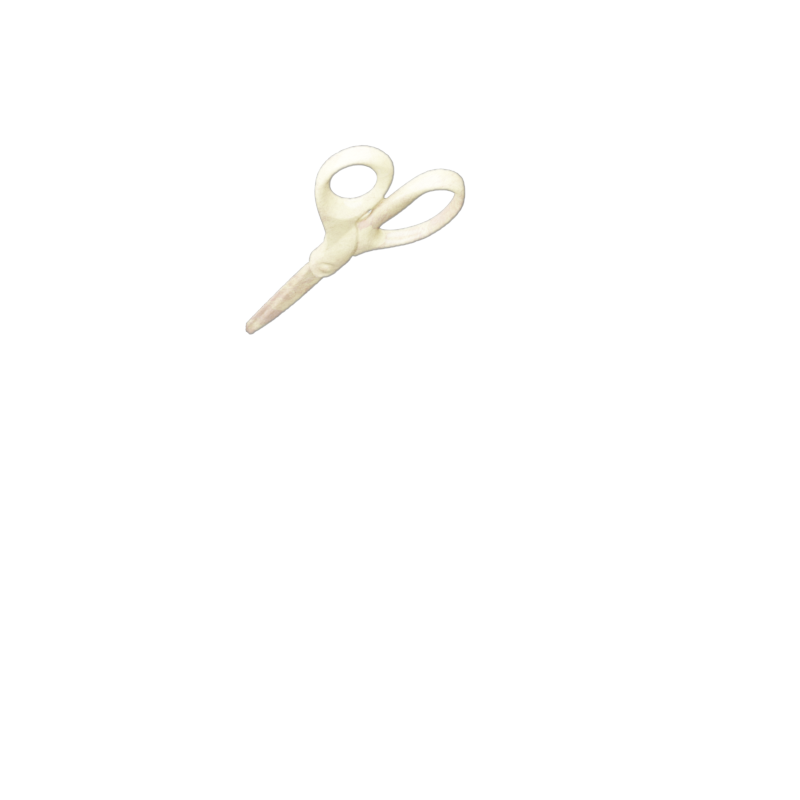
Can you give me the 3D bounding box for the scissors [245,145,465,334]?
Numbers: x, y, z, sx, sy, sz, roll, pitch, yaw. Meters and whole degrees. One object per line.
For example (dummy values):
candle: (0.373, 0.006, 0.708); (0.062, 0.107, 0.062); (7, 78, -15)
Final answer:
scissors: (-0.054, -0.098, 0.685); (0.202, 0.017, 0.090); (-24, -40, 31)
